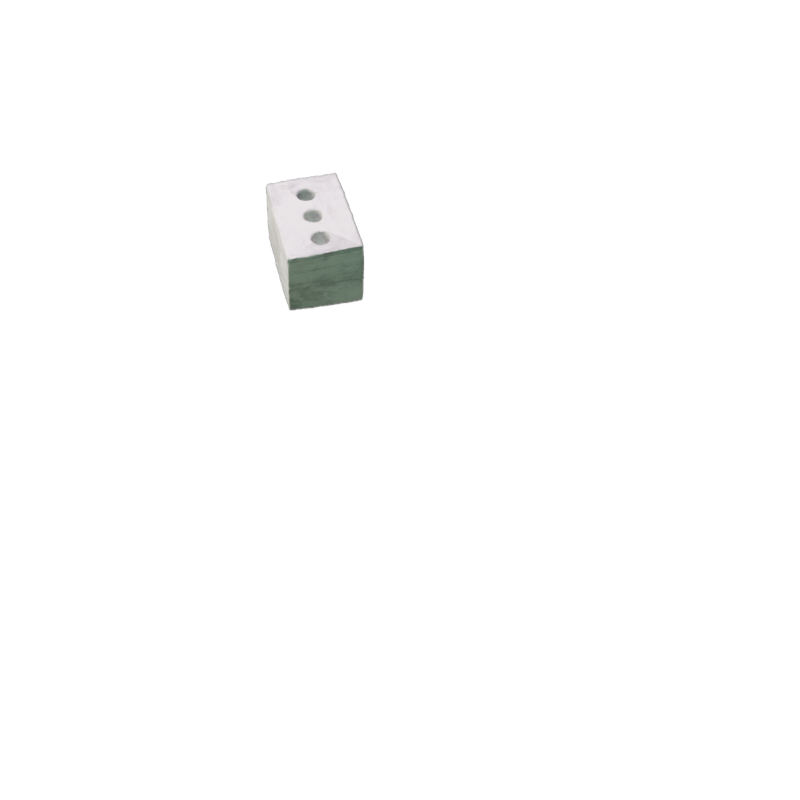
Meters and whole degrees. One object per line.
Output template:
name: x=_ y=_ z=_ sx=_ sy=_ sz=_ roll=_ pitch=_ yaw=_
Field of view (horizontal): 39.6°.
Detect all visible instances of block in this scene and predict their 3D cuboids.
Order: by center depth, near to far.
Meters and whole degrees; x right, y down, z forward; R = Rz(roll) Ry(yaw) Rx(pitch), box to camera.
block: x=-0.059 y=-0.108 z=0.759 sx=0.052 sy=0.084 sz=0.048 roll=-11 pitch=-41 yaw=-11
